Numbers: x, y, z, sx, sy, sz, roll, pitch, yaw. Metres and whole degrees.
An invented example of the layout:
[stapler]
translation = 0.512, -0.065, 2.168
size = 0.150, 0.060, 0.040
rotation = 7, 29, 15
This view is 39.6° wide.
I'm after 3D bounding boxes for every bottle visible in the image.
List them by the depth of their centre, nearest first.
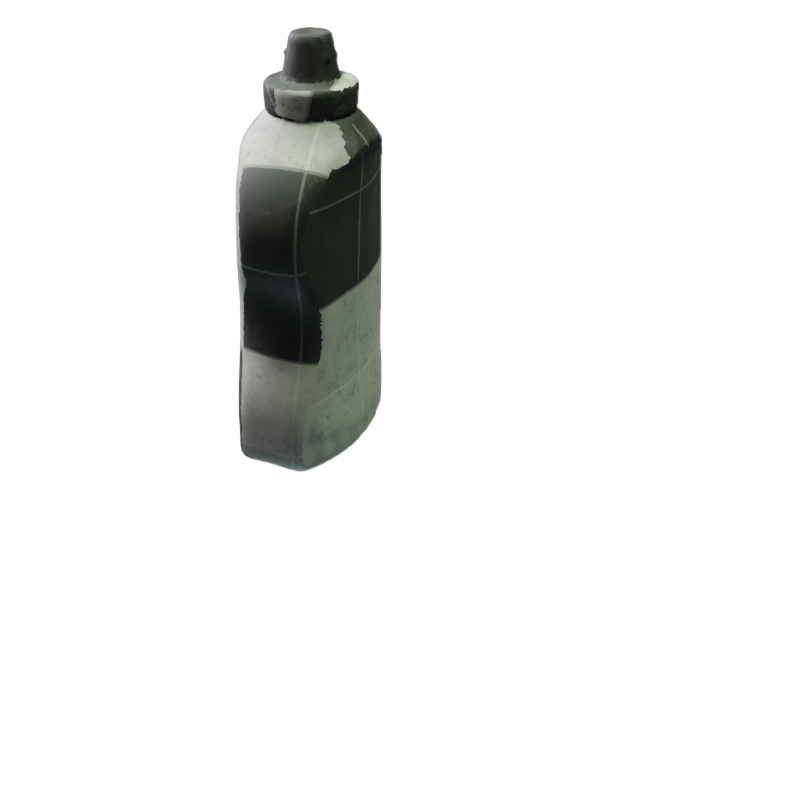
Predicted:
[bottle]
translation = -0.040, -0.072, 0.501
size = 0.061, 0.182, 0.098
rotation = 12, 28, 21
